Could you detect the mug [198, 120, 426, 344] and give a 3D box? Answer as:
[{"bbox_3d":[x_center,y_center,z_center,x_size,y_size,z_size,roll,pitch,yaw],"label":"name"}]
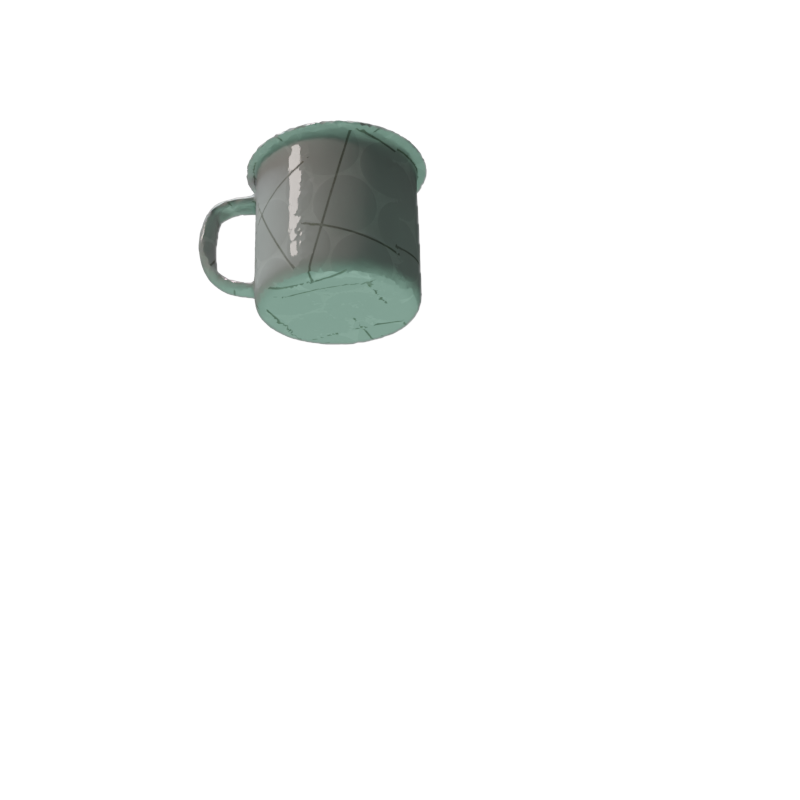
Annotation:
[{"bbox_3d":[-0.043,-0.079,0.555,0.118,0.086,0.087,-2,-26,4],"label":"mug"}]
